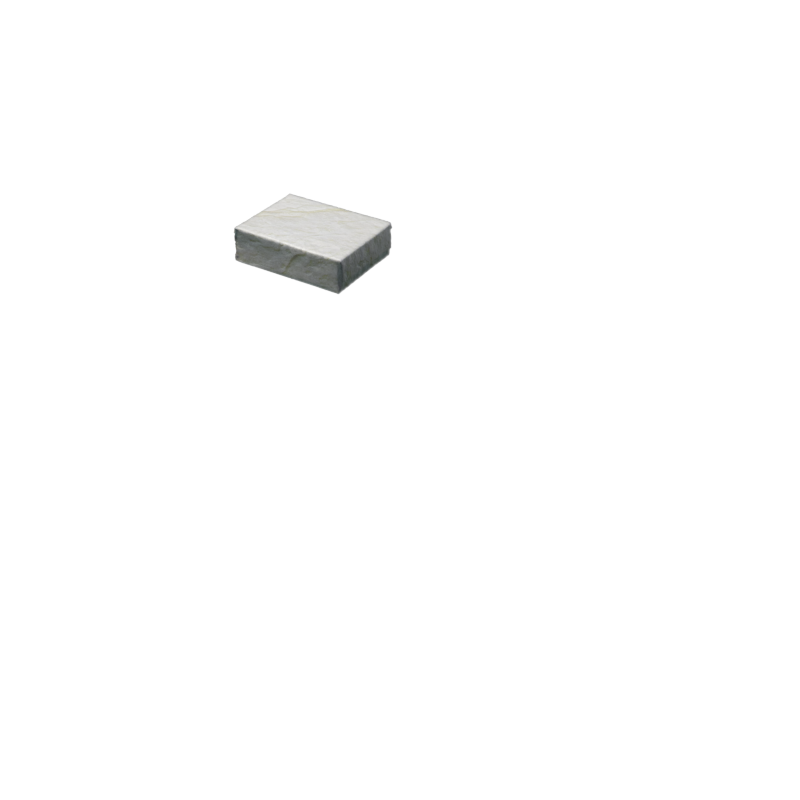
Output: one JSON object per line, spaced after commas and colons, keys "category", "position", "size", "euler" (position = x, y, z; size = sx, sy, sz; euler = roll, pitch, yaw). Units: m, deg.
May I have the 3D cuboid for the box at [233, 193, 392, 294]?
{"category": "box", "position": [-0.077, -0.141, 0.986], "size": [0.119, 0.037, 0.091], "euler": [17, 34, 26]}
